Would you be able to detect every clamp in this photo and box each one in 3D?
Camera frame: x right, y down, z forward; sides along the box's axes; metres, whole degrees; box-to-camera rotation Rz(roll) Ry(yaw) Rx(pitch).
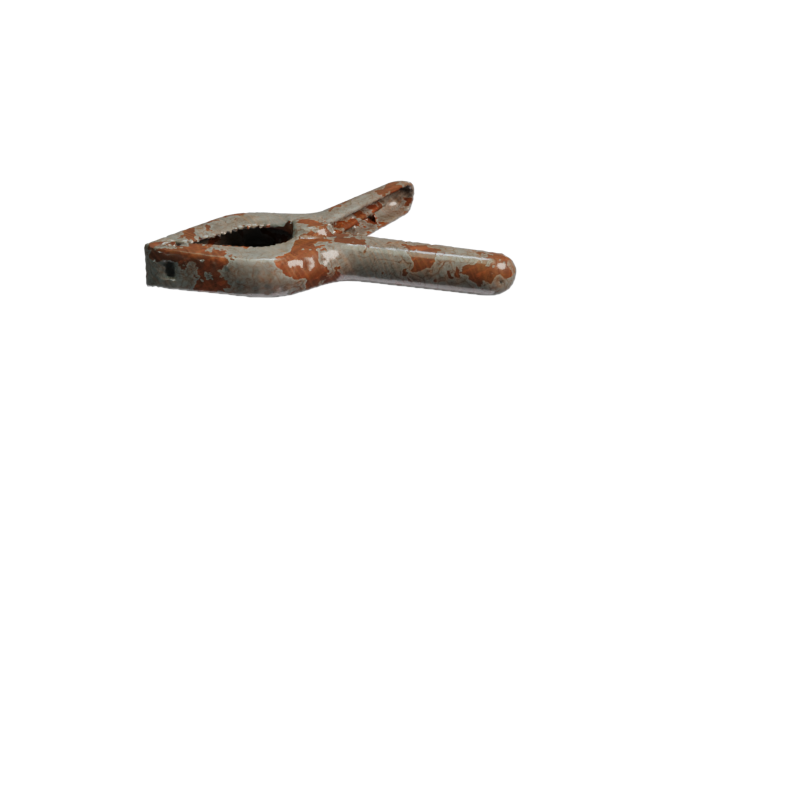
[{"bbox_3d":[-0.054,-0.099,0.691,0.207,0.035,0.175,-6,27,-11],"label":"clamp"}]
